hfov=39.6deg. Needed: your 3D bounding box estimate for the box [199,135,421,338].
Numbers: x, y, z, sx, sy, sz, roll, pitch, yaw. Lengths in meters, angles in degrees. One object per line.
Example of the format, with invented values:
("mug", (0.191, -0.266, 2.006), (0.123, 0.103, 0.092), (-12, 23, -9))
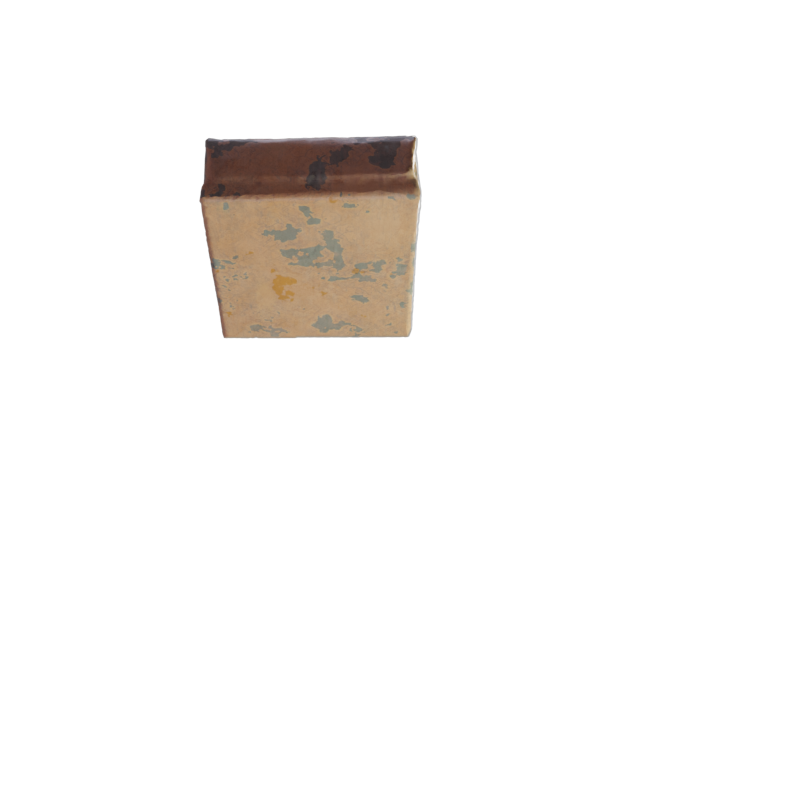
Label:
("box", (-0.031, -0.057, 0.400), (0.073, 0.032, 0.083), (0, -33, -1))
